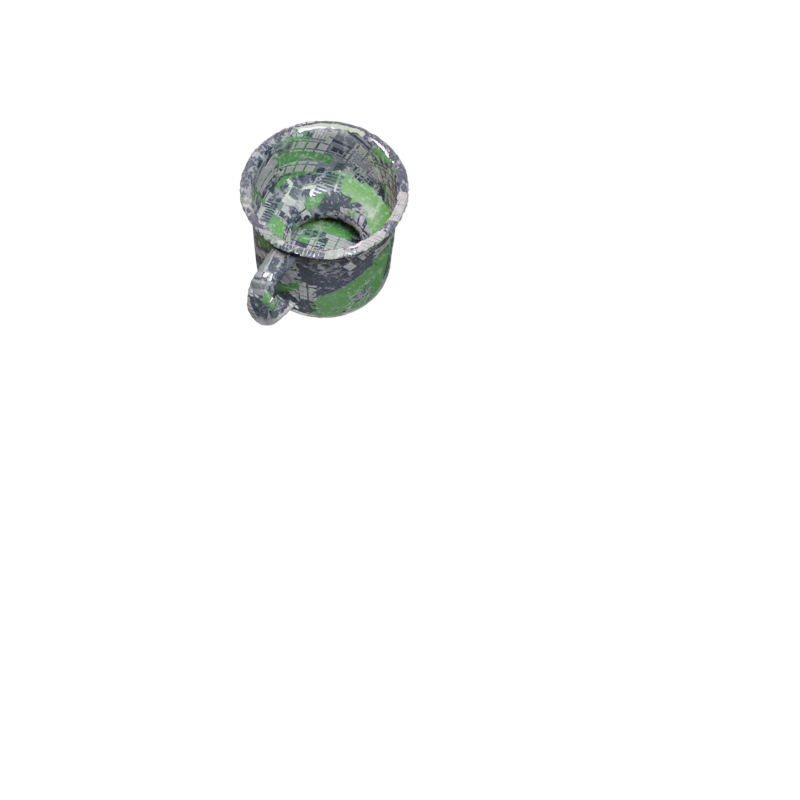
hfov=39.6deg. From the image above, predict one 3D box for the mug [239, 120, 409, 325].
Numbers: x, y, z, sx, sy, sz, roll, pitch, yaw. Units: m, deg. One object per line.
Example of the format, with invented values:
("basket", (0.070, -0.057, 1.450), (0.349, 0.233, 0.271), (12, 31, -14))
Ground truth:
("mug", (-0.050, -0.091, 0.635), (0.096, 0.121, 0.077), (26, -27, 12))
